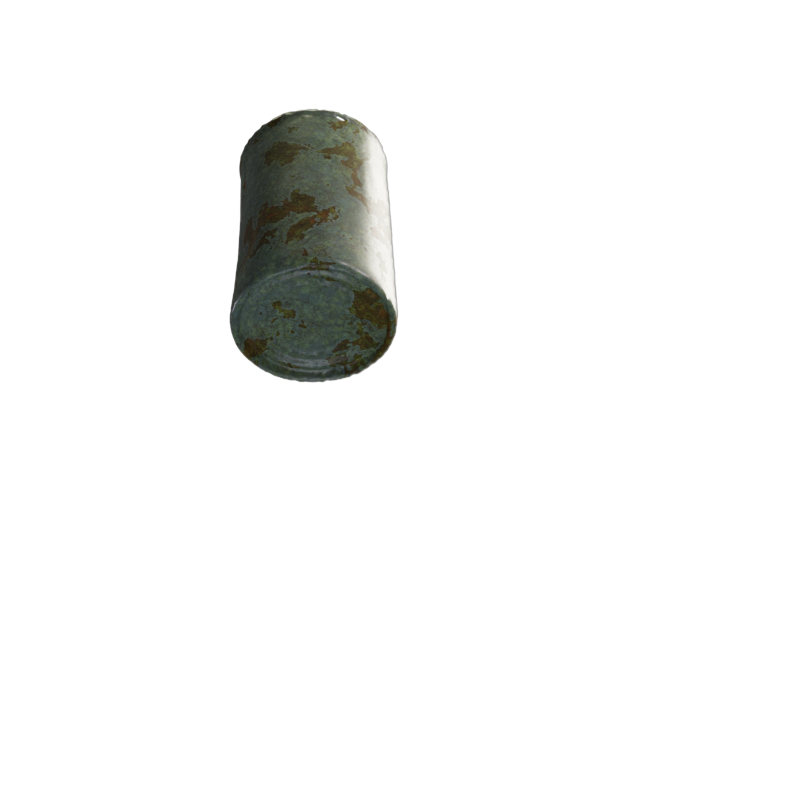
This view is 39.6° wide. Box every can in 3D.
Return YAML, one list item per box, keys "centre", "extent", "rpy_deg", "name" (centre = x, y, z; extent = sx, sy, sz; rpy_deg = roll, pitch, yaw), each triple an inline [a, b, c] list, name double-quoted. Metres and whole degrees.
- centre: [-0.037, -0.067, 0.469]
  extent: [0.068, 0.064, 0.110]
  rpy_deg: [-1, 45, -3]
  name: "can"
